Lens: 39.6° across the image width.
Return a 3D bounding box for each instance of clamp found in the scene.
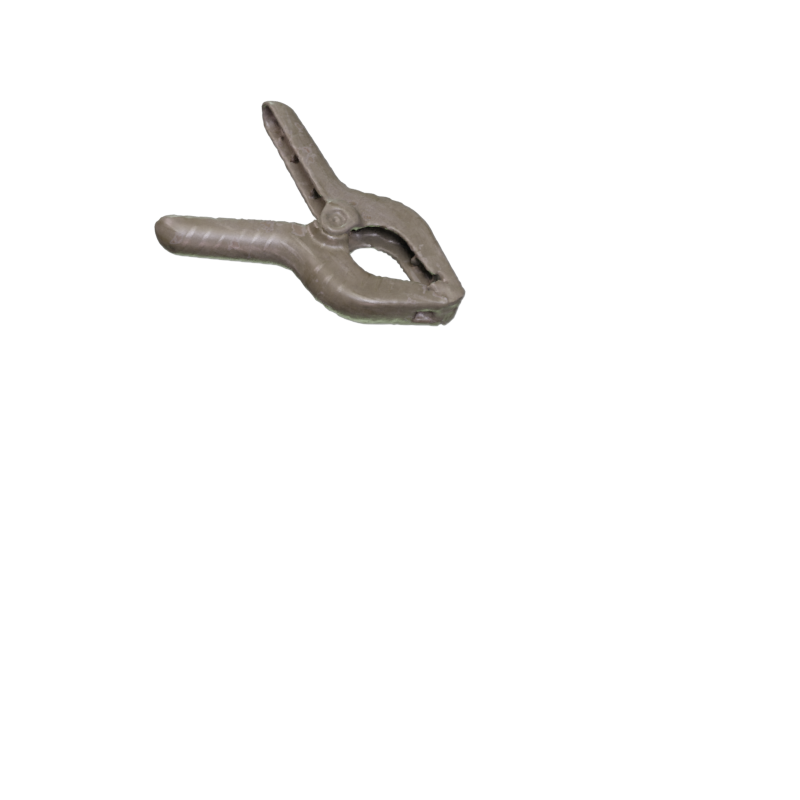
[{"bbox_3d":[-0.049,-0.089,0.622,0.179,0.122,0.037,38,-22,18],"label":"clamp"}]
